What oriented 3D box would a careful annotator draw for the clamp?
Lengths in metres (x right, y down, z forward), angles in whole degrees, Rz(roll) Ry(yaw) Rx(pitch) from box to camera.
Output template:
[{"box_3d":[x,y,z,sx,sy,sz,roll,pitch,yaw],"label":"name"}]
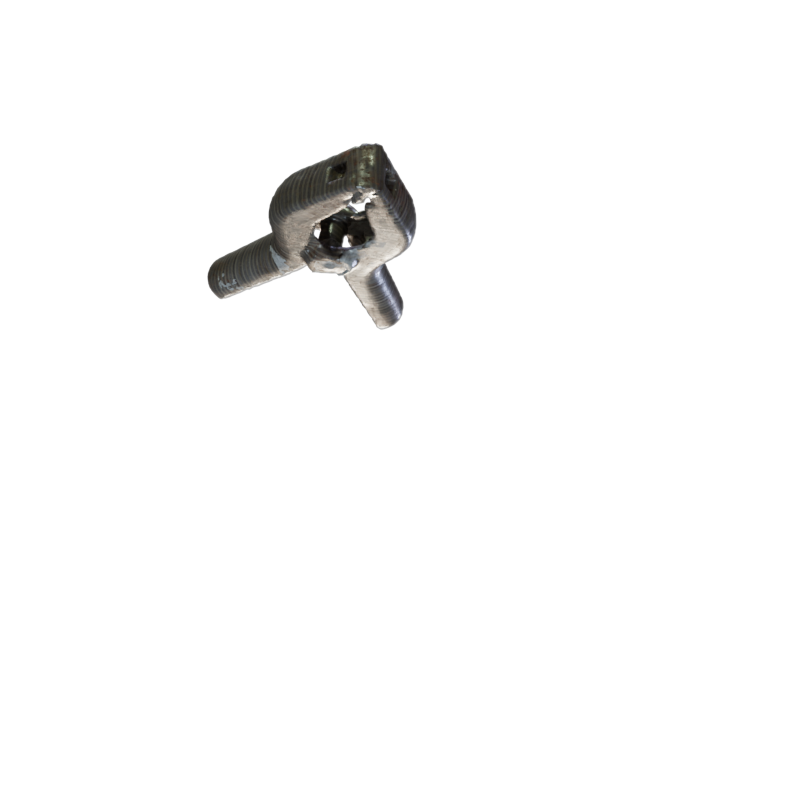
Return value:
[{"box_3d":[-0.048,-0.088,0.619,0.119,0.042,0.163,3,-25,-6],"label":"clamp"}]
